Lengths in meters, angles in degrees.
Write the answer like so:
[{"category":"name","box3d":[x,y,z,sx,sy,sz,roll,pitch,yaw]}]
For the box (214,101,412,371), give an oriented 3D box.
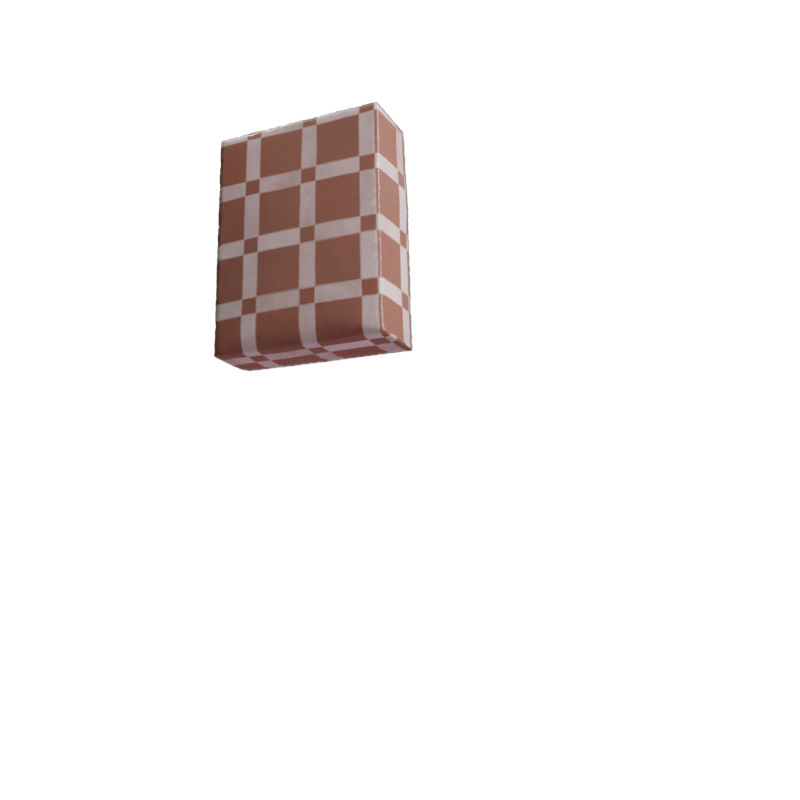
[{"category":"box","box3d":[-0.078,-0.141,0.990,0.167,0.224,0.067,-10,-23,23]}]
